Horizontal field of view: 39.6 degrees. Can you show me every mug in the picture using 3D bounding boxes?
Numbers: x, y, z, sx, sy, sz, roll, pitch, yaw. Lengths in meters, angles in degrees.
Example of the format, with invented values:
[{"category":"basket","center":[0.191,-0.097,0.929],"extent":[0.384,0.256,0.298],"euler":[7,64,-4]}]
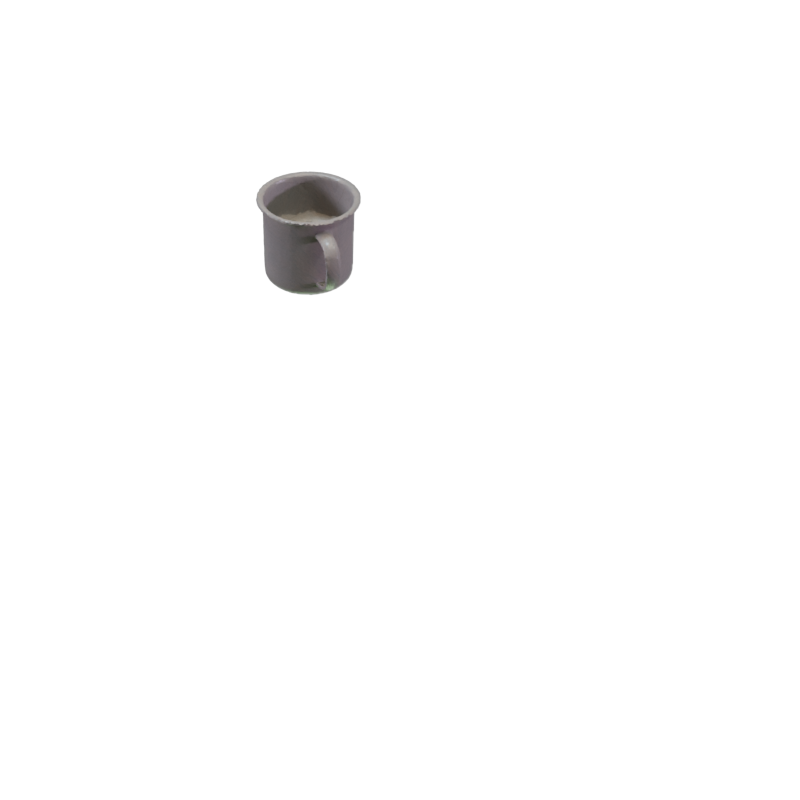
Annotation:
[{"category":"mug","center":[-0.078,-0.142,0.995],"extent":[0.092,0.076,0.127],"euler":[-14,40,-19]}]
